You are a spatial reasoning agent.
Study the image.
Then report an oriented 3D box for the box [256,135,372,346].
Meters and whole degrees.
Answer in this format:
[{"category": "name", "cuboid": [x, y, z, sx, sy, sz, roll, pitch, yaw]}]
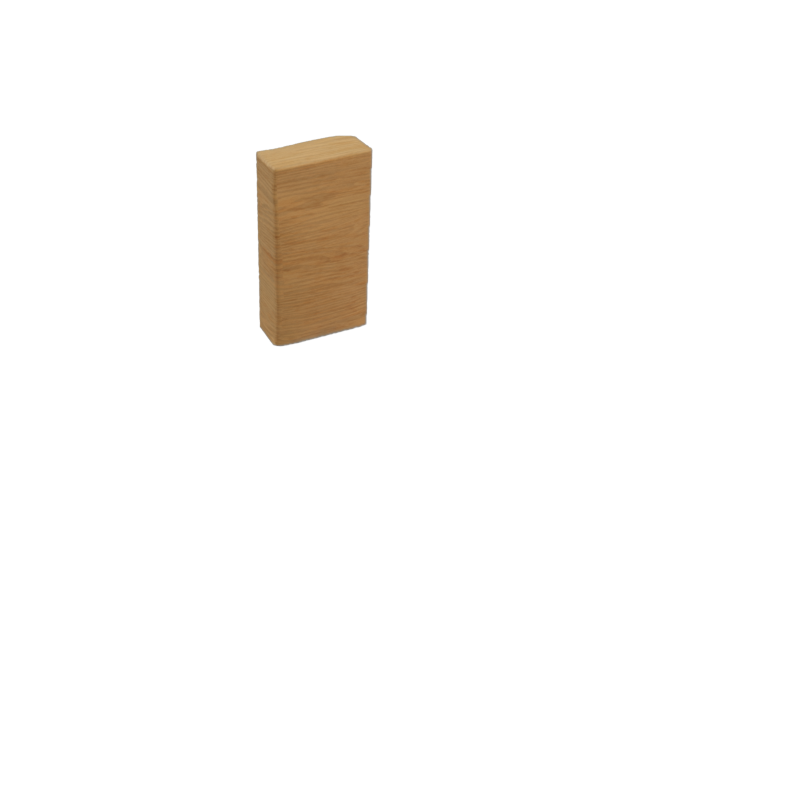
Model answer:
[{"category": "box", "cuboid": [-0.075, -0.137, 0.958, 0.092, 0.166, 0.052, -14, 33, -25]}]
